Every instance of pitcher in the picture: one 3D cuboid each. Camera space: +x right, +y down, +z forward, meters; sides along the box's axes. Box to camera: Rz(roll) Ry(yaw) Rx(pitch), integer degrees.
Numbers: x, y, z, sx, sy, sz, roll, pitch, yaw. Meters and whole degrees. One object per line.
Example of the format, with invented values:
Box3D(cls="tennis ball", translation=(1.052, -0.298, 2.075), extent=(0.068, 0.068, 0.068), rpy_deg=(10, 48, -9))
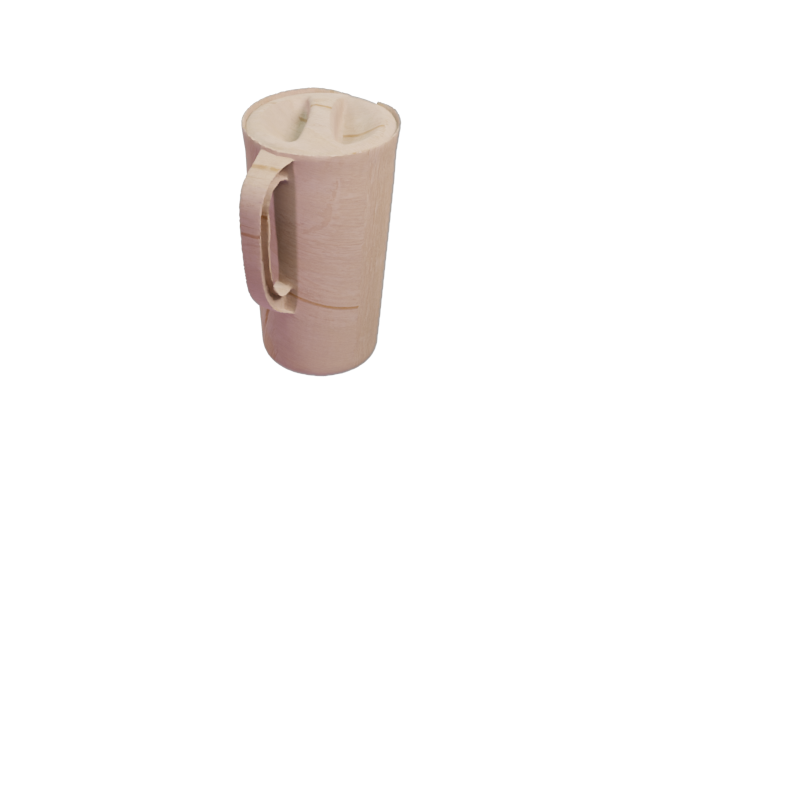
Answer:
Box3D(cls="pitcher", translation=(-0.076, -0.139, 0.976), extent=(0.147, 0.228, 0.156), rpy_deg=(-8, 36, -14))
